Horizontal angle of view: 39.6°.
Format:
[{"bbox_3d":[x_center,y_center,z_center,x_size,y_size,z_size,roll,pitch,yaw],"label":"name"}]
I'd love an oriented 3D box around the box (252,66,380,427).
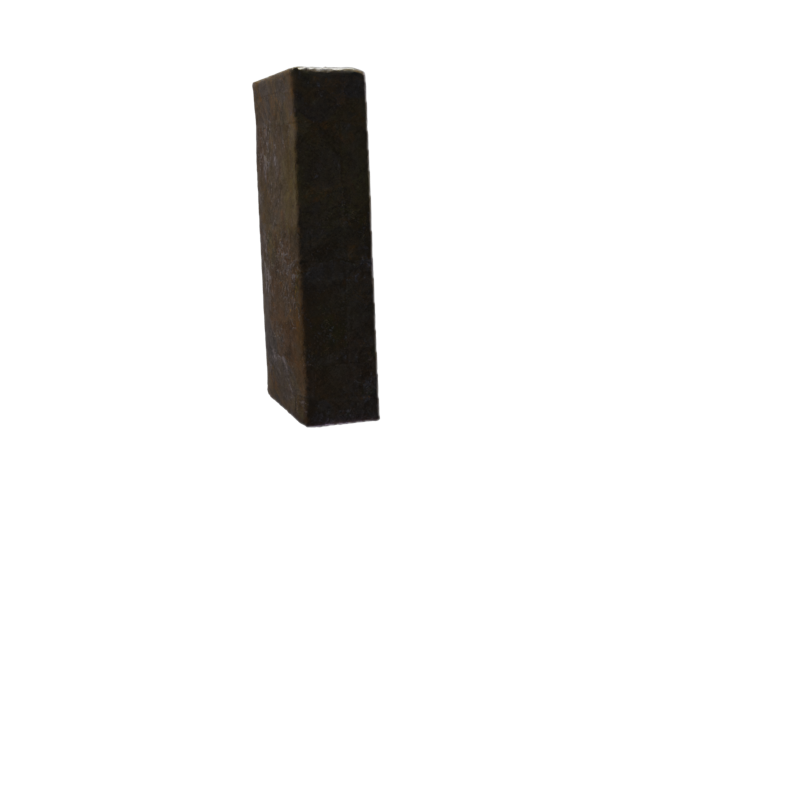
[{"bbox_3d":[-0.045,-0.083,0.582,0.047,0.174,0.097,-1,6,-18],"label":"box"}]
